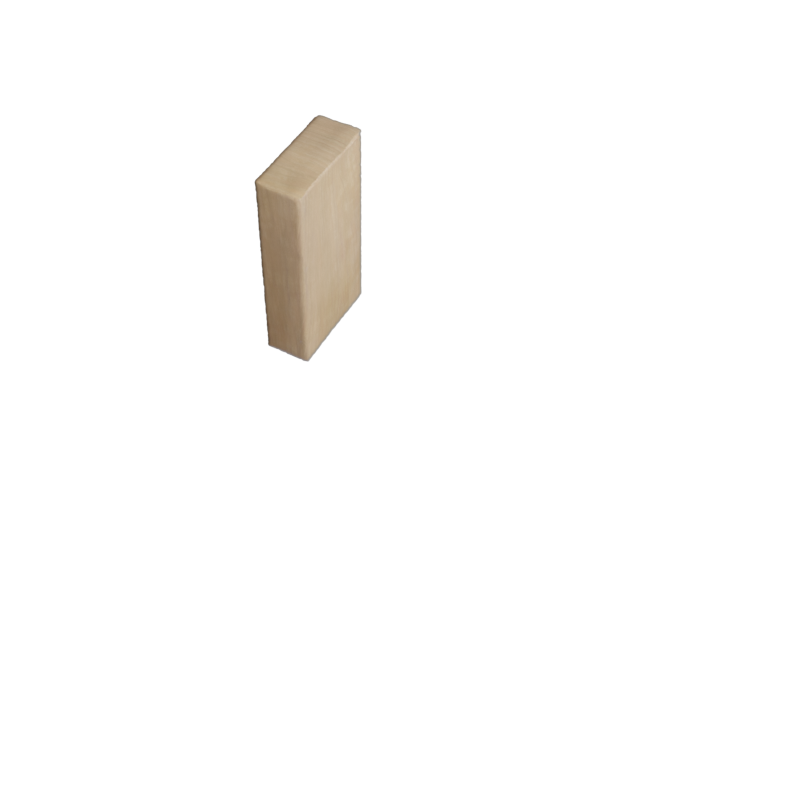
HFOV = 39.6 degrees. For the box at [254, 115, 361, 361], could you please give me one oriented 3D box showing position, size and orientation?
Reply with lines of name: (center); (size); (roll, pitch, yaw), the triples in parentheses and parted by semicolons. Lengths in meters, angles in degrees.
box: (-0.067, -0.123, 0.863); (0.050, 0.096, 0.164); (23, -38, 15)
